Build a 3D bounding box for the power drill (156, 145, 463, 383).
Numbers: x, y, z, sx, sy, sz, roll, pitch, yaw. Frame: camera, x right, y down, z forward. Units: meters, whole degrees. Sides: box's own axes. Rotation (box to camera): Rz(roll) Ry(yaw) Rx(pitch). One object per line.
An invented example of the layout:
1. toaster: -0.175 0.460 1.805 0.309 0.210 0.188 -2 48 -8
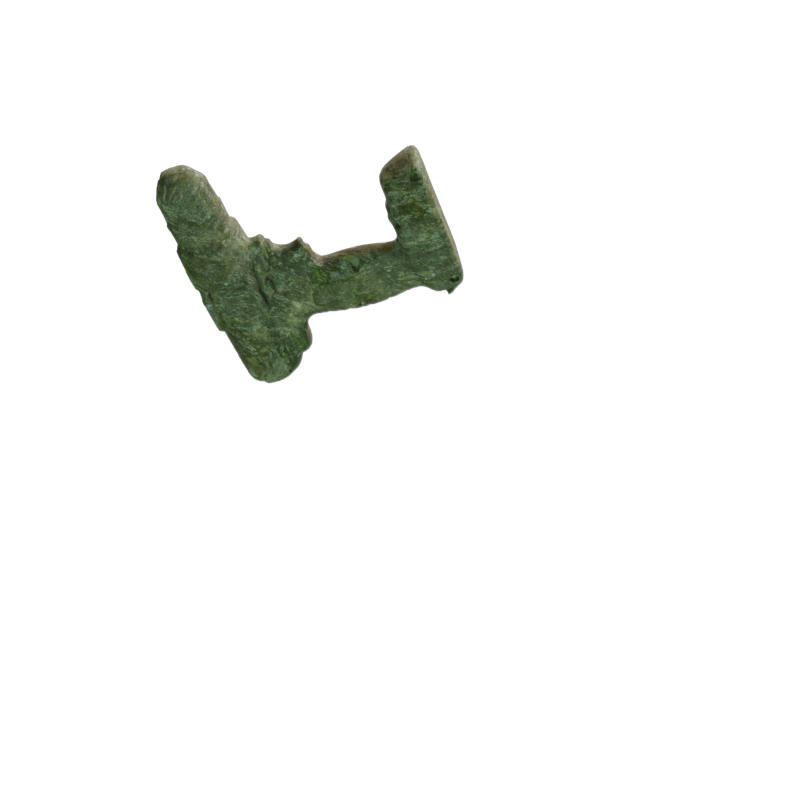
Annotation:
1. power drill: -0.062 -0.114 0.795 0.188 0.172 0.061 -19 31 12
